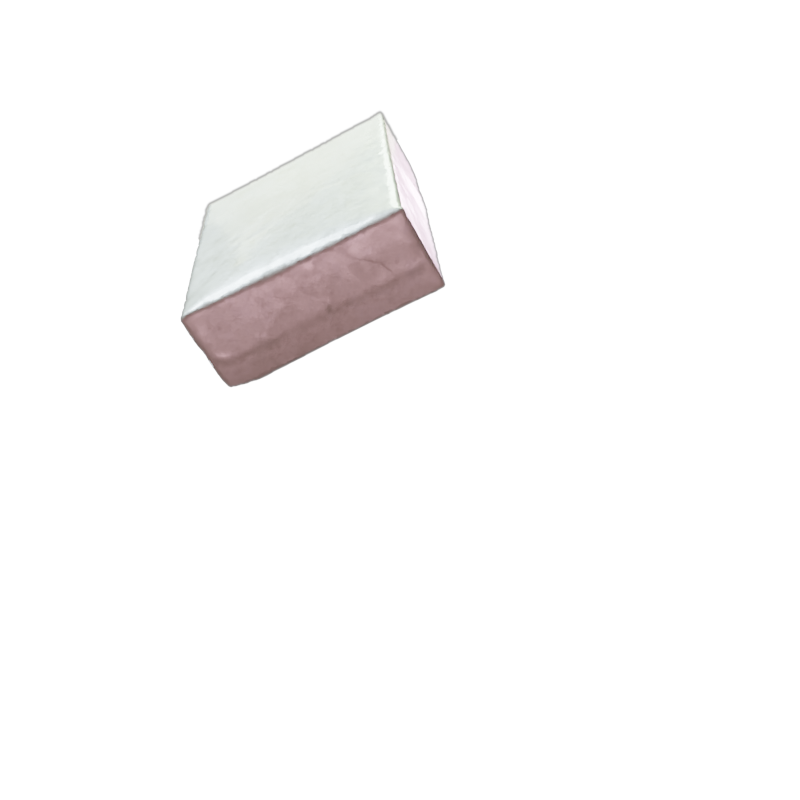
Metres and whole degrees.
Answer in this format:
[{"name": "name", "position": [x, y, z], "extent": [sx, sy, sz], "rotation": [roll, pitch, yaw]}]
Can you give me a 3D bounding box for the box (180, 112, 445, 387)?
[{"name": "box", "position": [-0.063, -0.115, 0.806], "extent": [0.164, 0.068, 0.226], "rotation": [-26, 27, 10]}]
